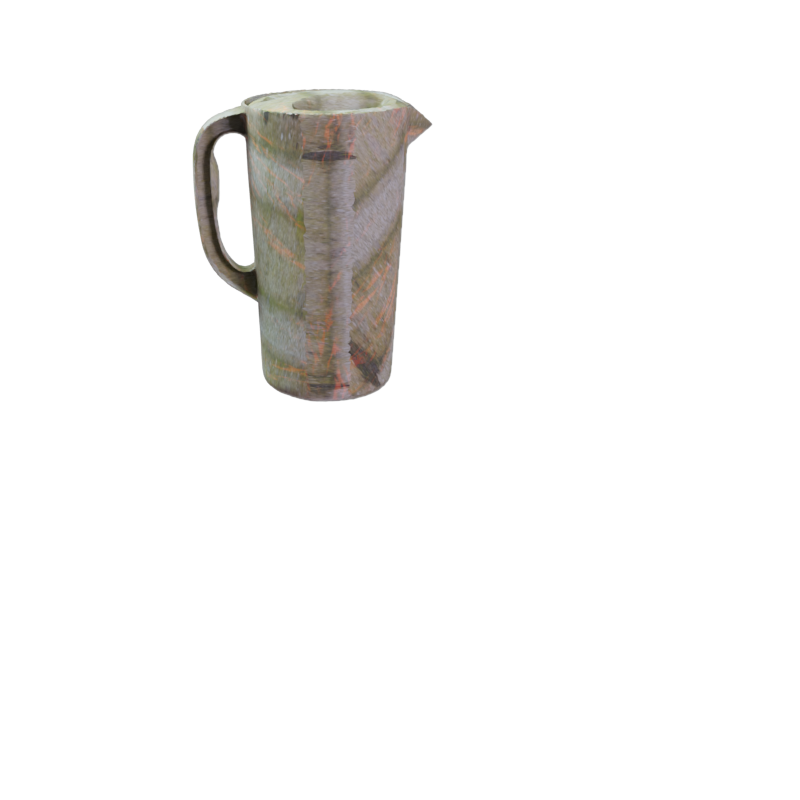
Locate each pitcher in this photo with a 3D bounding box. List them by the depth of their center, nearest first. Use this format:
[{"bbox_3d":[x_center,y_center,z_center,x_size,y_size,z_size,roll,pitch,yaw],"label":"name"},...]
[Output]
[{"bbox_3d":[-0.070,-0.128,0.895,0.157,0.234,0.143,13,21,34],"label":"pitcher"}]
